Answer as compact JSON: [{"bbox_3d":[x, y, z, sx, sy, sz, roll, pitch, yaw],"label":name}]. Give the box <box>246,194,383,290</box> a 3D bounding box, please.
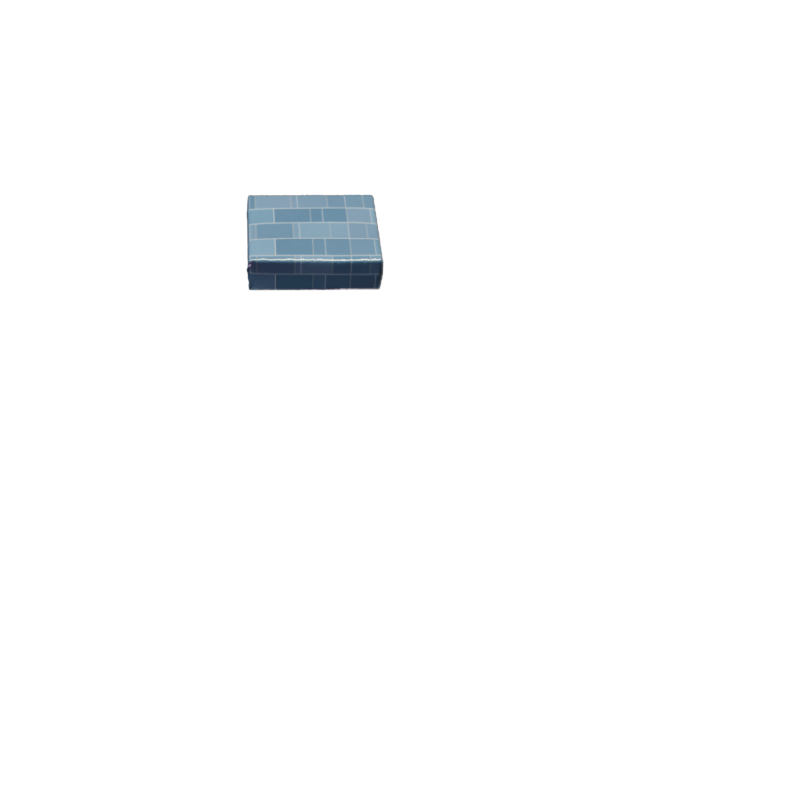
[{"bbox_3d":[-0.074,-0.134,0.941,0.113,0.036,0.097,-3,43,-4],"label":"box"}]
